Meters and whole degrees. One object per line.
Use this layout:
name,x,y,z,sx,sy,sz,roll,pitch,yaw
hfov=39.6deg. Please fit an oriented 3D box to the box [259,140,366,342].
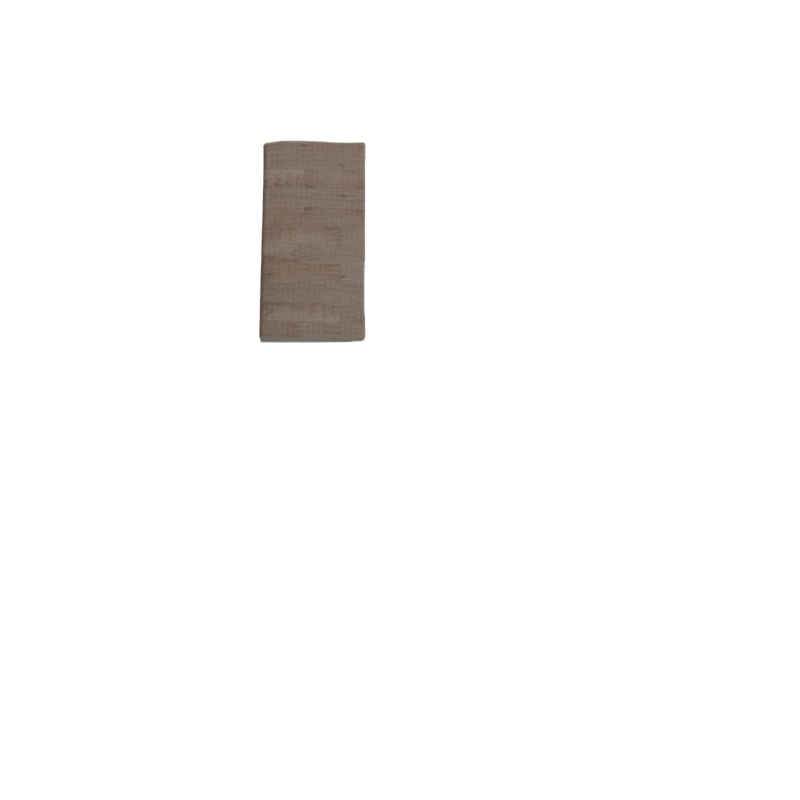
box,-0.077,-0.140,0.978,0.093,0.180,0.047,0,-9,-2
